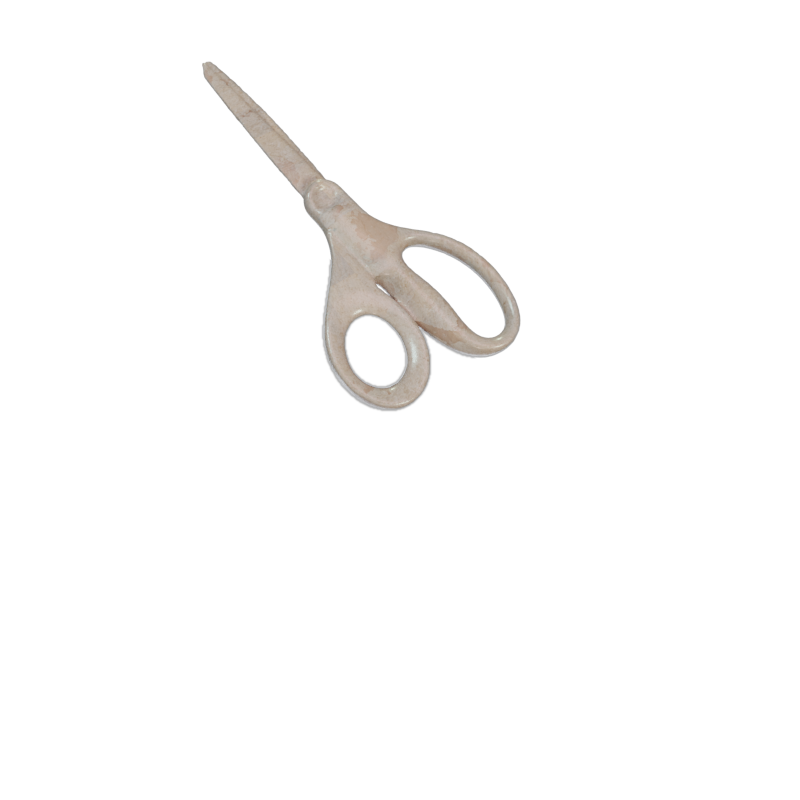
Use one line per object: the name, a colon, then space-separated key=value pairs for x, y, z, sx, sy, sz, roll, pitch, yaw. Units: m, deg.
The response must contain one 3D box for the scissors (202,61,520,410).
scissors: x=-0.040 y=-0.074 z=0.515 sx=0.208 sy=0.098 sz=0.015 roll=35 pitch=-18 yaw=13
